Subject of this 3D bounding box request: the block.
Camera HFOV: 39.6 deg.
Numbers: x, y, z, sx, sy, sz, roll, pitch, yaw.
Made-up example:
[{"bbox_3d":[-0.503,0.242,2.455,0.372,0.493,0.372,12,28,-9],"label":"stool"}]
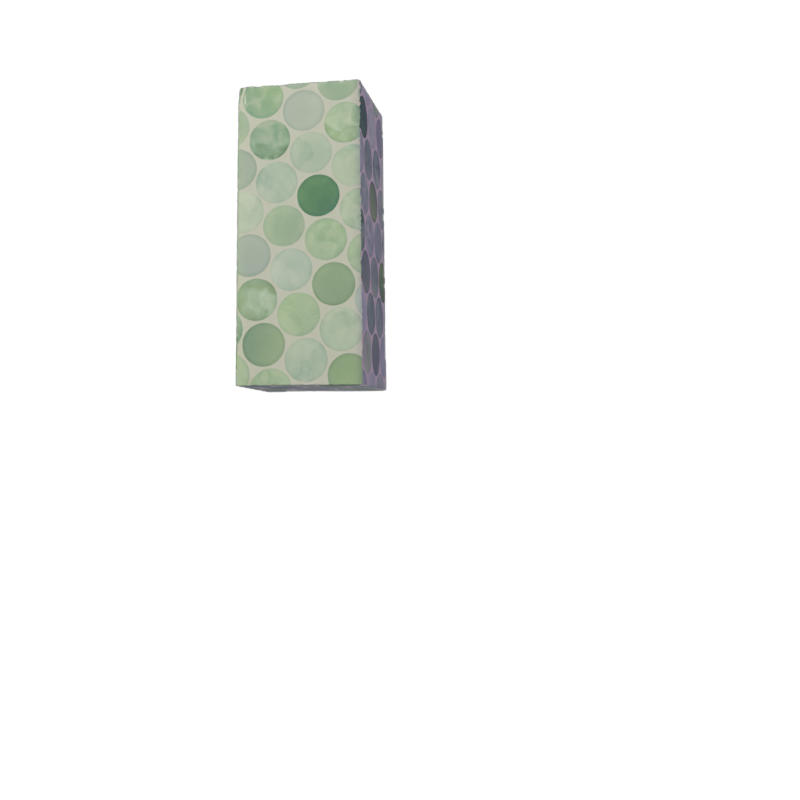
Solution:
[{"bbox_3d":[-0.062,-0.112,0.784,0.091,0.211,0.087,-2,-9,11],"label":"block"}]
